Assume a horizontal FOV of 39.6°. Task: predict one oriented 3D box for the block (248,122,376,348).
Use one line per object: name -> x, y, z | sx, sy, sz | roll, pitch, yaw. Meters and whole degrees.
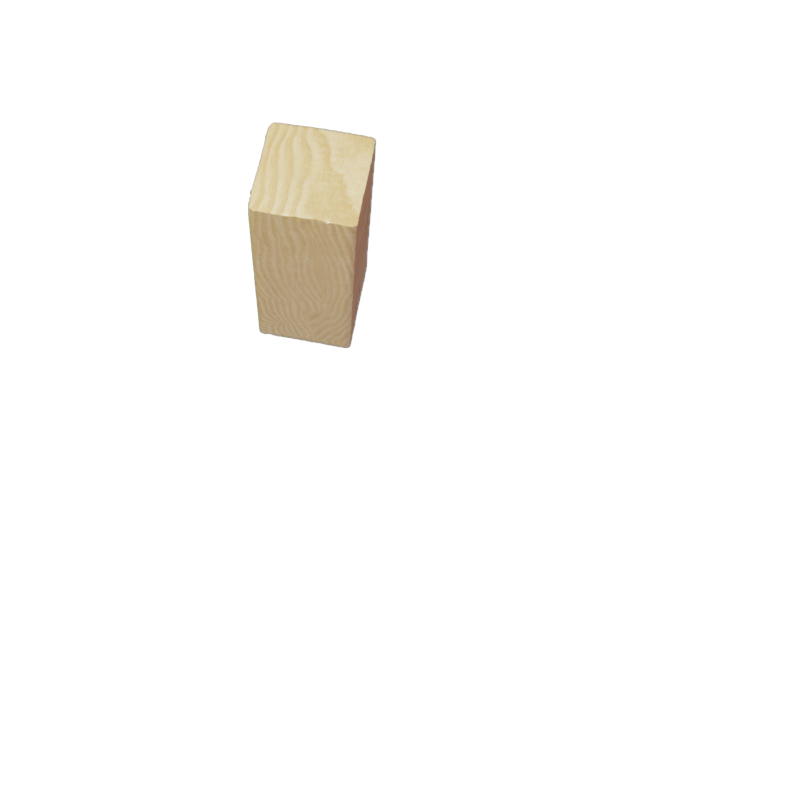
block -> -0.076, -0.138, 0.961 | 0.091, 0.096, 0.194 | 10, -27, 1
